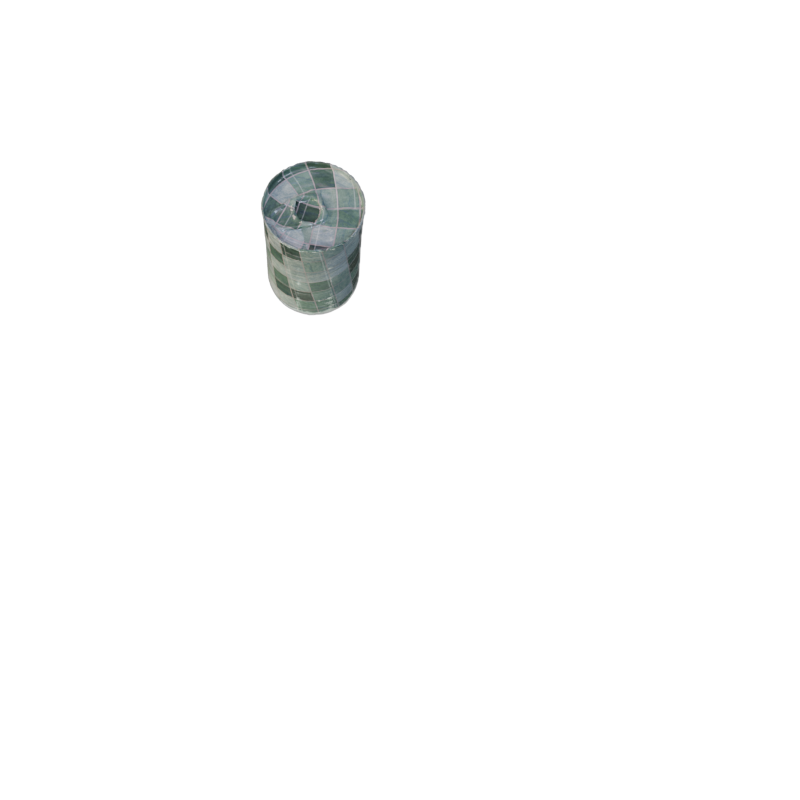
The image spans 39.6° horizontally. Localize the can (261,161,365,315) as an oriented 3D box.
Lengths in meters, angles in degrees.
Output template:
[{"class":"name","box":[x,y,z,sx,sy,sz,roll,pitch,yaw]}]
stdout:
[{"class":"can","box":[-0.060,-0.109,0.763,0.068,0.072,0.097,0,-23,-3]}]
